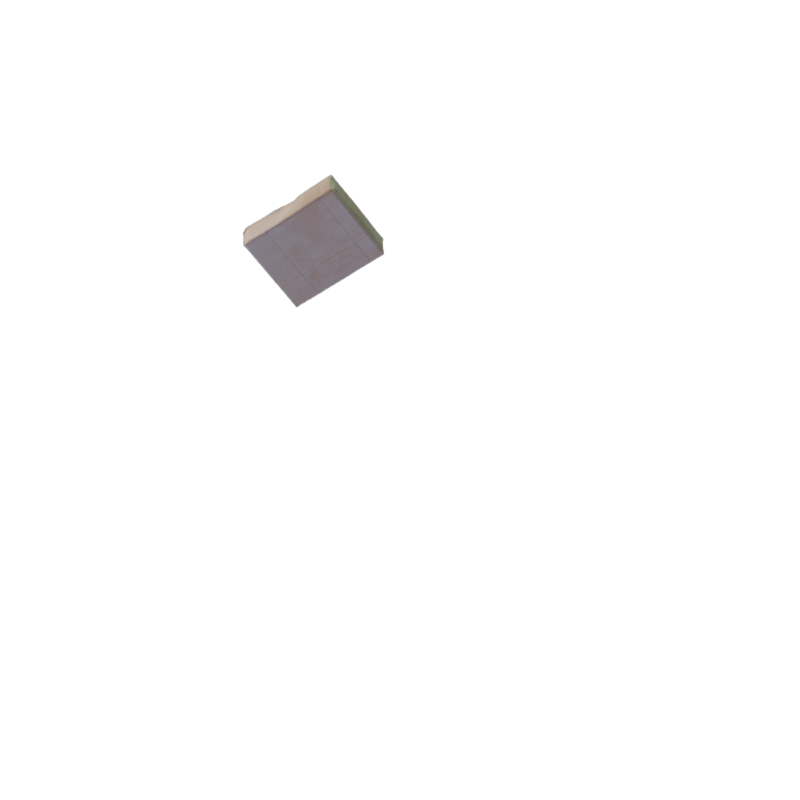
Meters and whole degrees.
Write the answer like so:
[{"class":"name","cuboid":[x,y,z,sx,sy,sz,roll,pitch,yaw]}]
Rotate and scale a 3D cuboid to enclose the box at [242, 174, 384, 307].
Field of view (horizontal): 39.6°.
[{"class":"box","cuboid":[-0.069,-0.126,0.883,0.089,0.069,0.032,-30,29,18]}]
